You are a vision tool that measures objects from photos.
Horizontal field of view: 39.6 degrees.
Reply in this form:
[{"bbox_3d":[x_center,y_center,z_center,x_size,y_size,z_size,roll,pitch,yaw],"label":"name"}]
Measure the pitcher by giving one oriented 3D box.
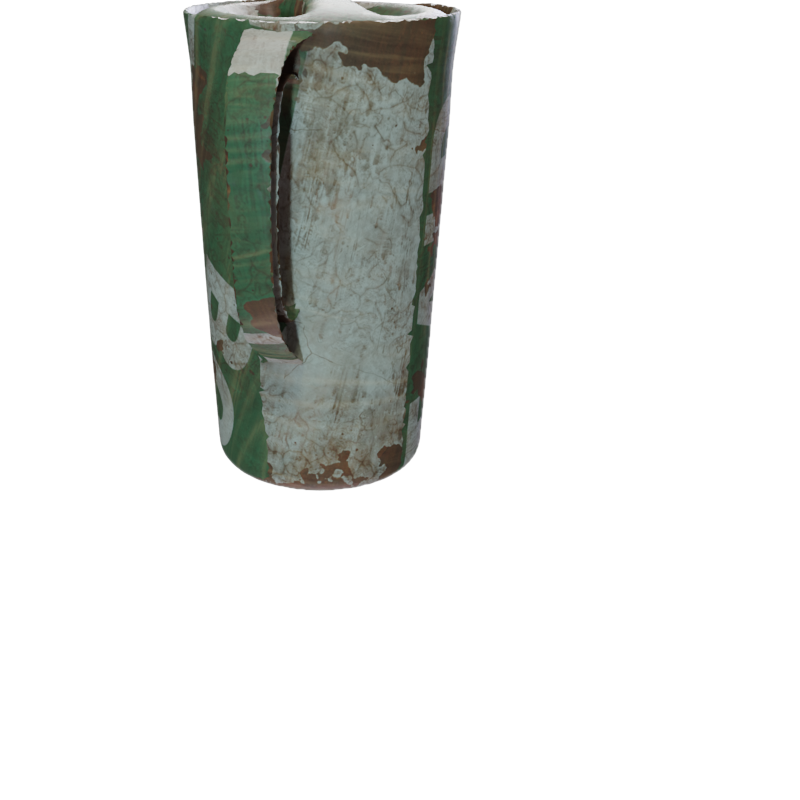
[{"bbox_3d":[-0.044,-0.080,0.557,0.146,0.234,0.154,-10,21,-30],"label":"pitcher"}]
